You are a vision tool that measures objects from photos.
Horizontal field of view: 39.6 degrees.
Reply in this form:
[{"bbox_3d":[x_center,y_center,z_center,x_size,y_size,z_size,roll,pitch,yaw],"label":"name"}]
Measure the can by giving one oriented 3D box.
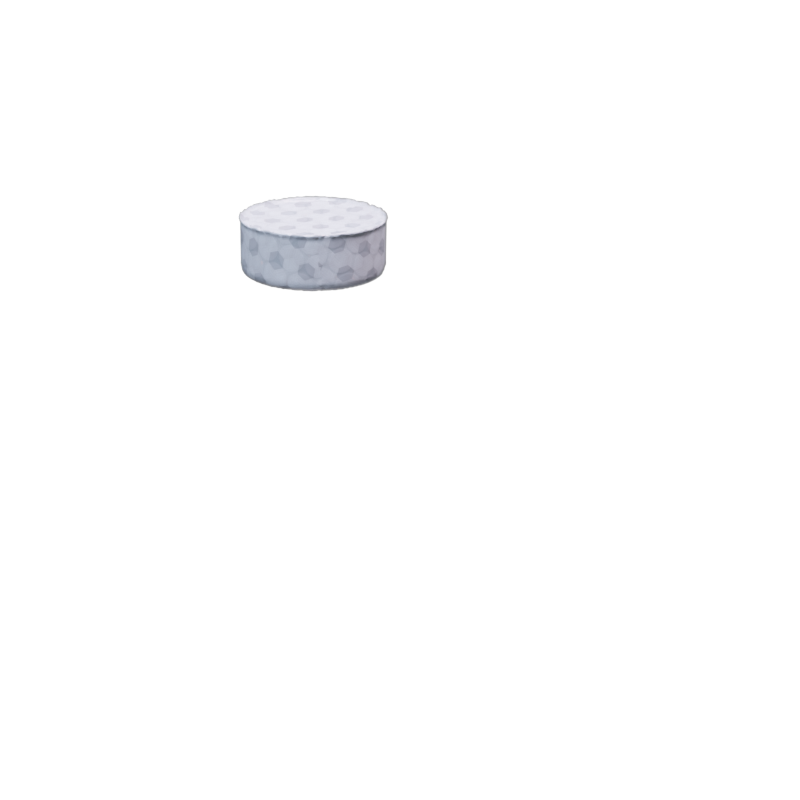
[{"bbox_3d":[-0.050,-0.092,0.642,0.086,0.032,0.090,-1,23,-2],"label":"can"}]
